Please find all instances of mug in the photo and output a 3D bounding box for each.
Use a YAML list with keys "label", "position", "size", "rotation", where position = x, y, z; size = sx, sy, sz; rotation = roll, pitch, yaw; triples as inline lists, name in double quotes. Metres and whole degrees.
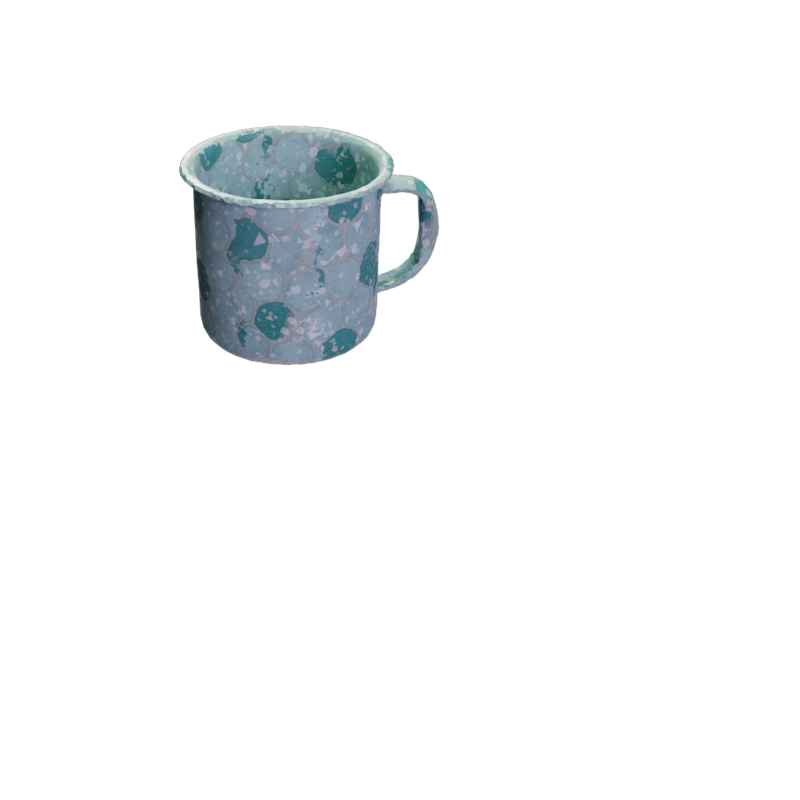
- label: "mug"
  position: [-0.039, -0.071, 0.500]
  size: [0.115, 0.077, 0.100]
  rotation: [-9, 32, -16]
